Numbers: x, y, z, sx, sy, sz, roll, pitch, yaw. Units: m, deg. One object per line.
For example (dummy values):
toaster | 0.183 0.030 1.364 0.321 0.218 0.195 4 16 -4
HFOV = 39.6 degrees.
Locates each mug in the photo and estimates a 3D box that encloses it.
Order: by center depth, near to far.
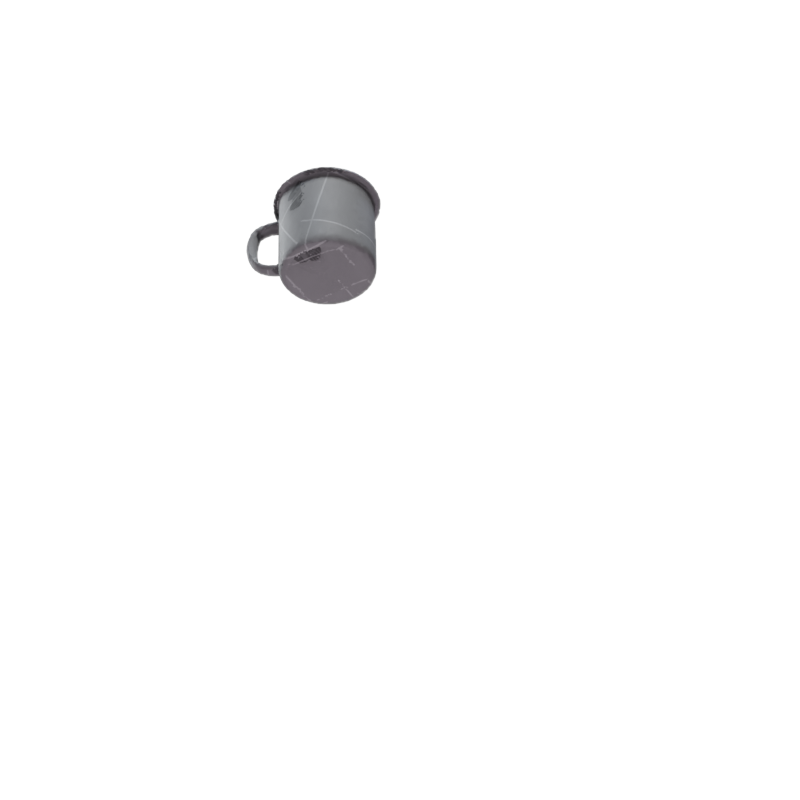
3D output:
mug | -0.073 -0.134 0.937 0.118 0.087 0.086 -8 -40 8
